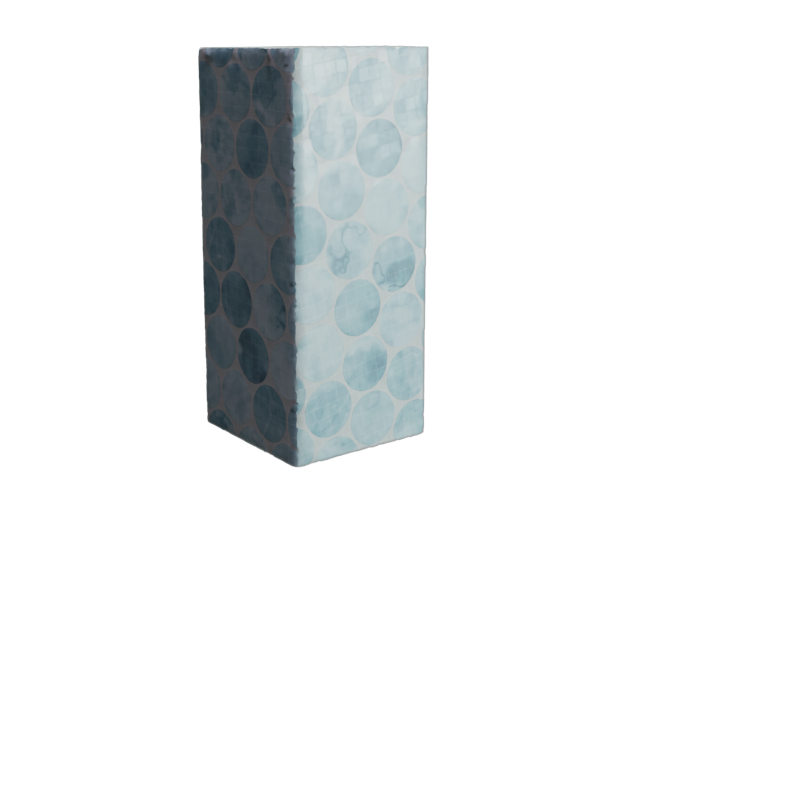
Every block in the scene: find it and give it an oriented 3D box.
[{"bbox_3d":[-0.047,-0.084,0.591,0.088,0.201,0.096,-9,15,-38],"label":"block"}]
